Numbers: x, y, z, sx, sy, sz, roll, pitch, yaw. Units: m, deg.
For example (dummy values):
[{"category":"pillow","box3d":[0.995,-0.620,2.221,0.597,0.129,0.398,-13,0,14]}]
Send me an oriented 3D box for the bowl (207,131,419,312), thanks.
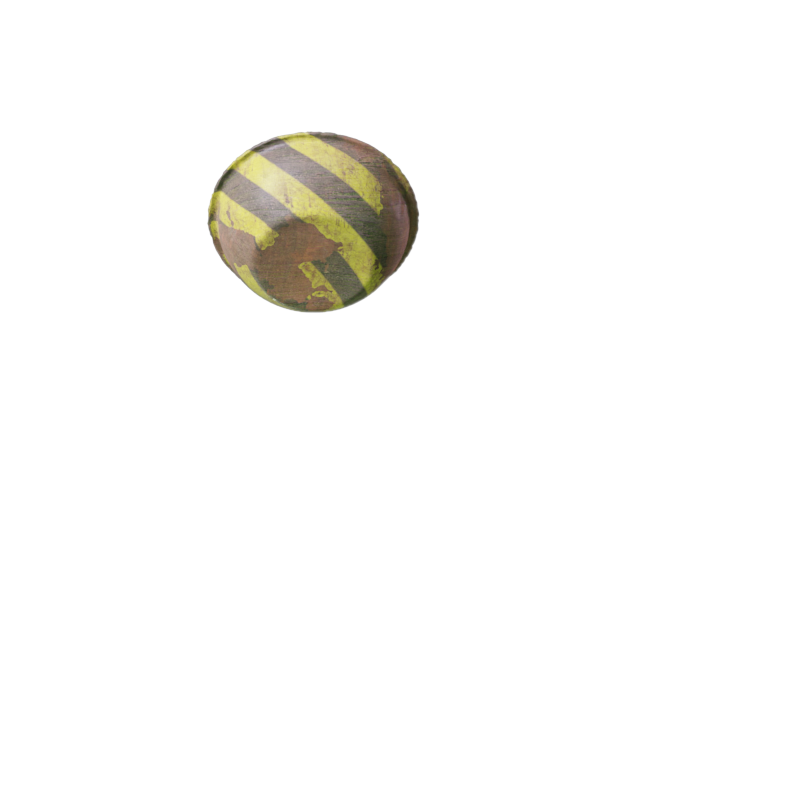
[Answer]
[{"category":"bowl","box3d":[-0.065,-0.118,0.828,0.162,0.151,0.059,1,40,-1]}]
